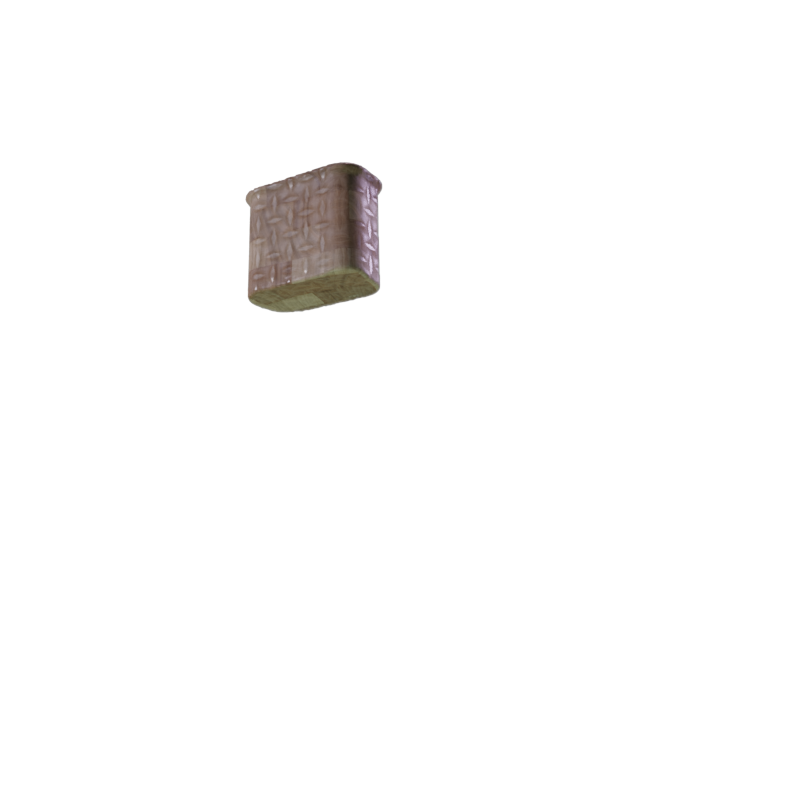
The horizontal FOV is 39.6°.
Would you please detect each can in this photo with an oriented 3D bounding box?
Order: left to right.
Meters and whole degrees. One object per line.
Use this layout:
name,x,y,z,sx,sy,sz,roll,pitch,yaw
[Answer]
can,-0.063,-0.115,0.808,0.104,0.088,0.054,-12,-25,28
